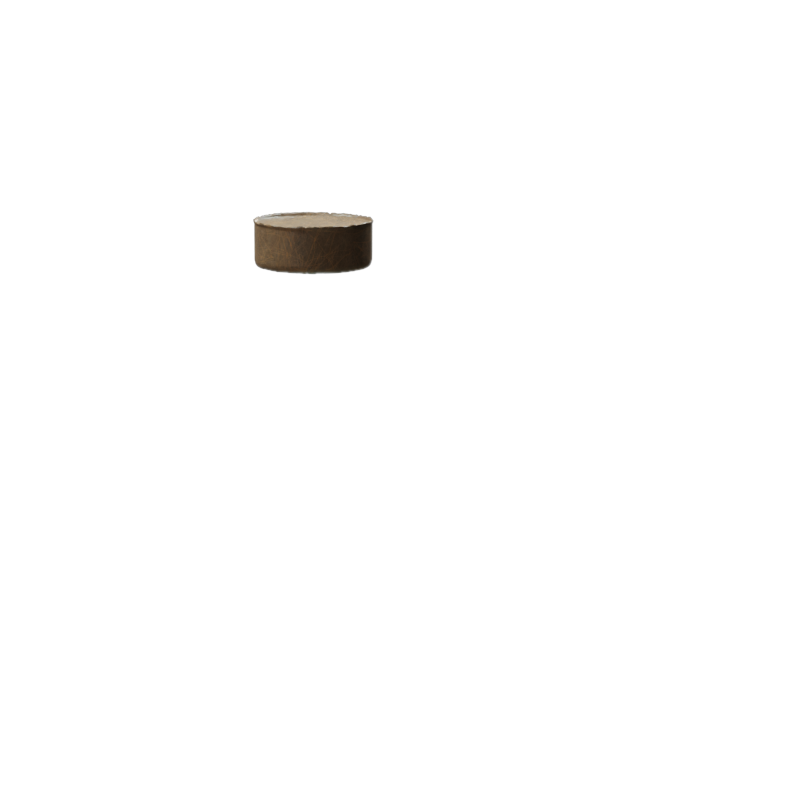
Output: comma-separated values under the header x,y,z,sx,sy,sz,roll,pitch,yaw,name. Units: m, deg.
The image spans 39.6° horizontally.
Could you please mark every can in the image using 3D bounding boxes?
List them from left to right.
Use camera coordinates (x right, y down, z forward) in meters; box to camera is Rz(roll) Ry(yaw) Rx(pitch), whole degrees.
x,y,z,sx,sy,sz,roll,pitch,yaw,name
-0.062,-0.113,0.792,0.086,0.033,0.088,0,15,-2,can
